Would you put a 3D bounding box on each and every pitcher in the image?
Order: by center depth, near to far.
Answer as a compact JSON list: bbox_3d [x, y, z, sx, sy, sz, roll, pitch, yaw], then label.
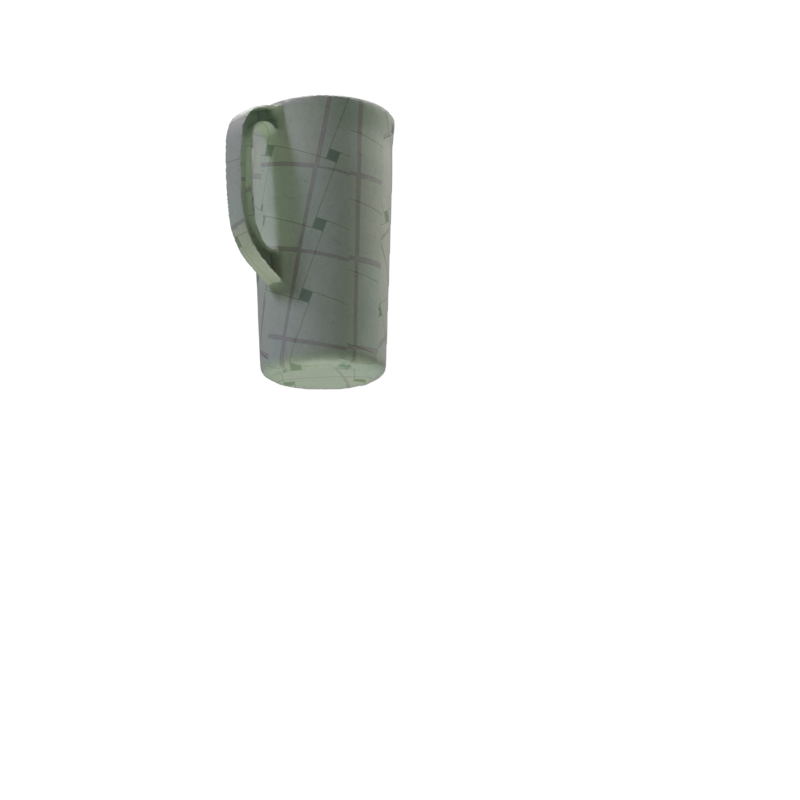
[{"bbox_3d":[-0.076,-0.139,0.975,0.149,0.253,0.139,0,-17,-2],"label":"pitcher"}]
